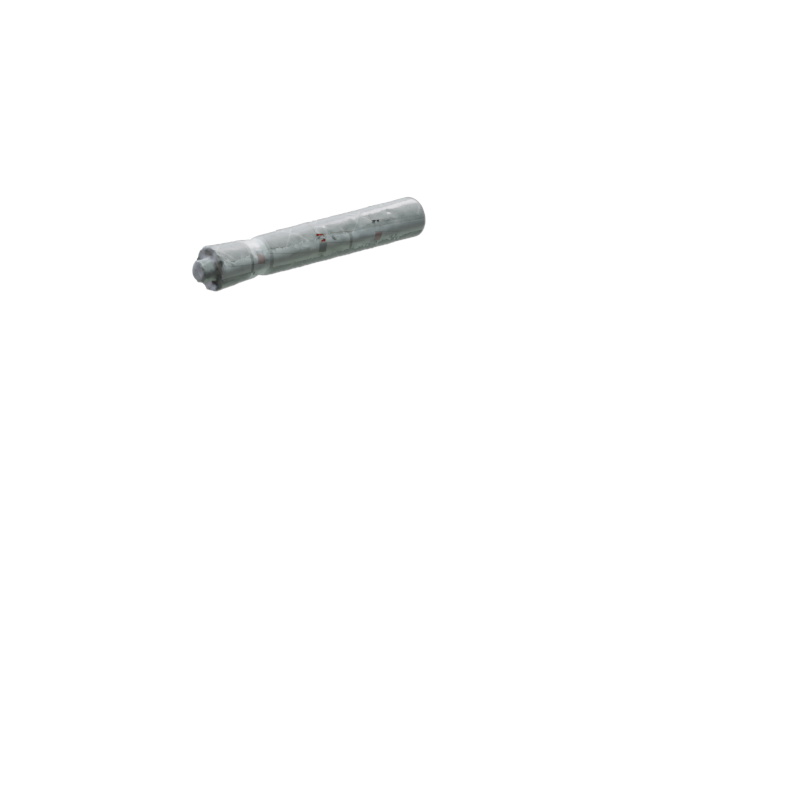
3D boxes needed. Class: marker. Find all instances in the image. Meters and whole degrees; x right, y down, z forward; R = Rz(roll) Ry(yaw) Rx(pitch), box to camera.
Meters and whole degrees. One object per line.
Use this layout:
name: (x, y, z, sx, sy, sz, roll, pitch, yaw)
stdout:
marker: (-0.037, -0.068, 0.476, 0.119, 0.019, 0.021, -22, 17, -39)
